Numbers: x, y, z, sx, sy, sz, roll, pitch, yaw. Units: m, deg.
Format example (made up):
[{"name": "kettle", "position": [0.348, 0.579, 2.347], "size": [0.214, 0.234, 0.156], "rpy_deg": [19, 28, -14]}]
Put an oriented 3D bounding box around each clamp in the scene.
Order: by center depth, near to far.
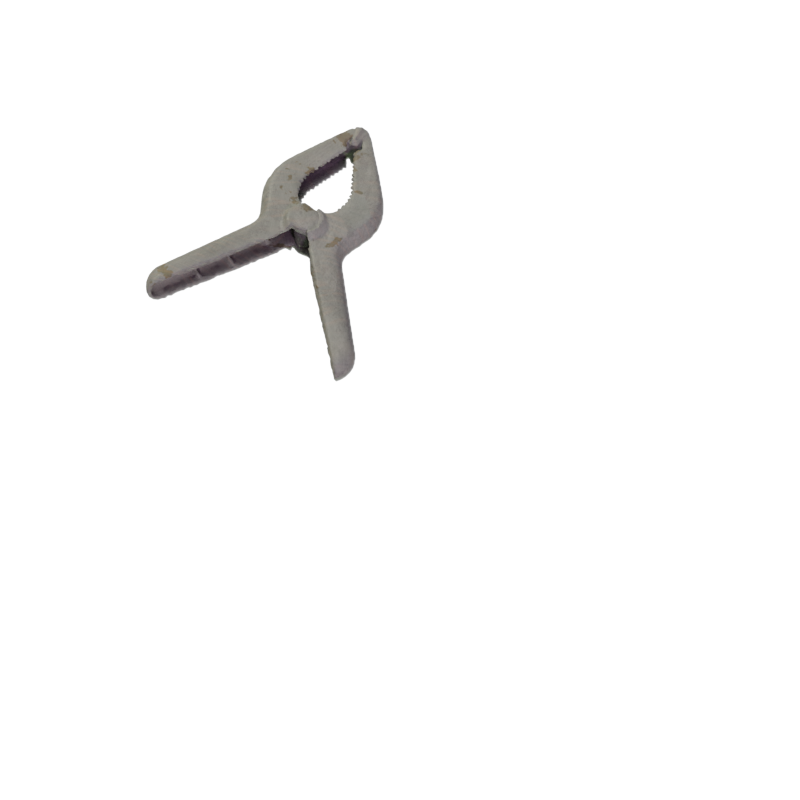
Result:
[{"name": "clamp", "position": [-0.065, -0.119, 0.830], "size": [0.171, 0.216, 0.034], "rpy_deg": [28, -28, 16]}]
